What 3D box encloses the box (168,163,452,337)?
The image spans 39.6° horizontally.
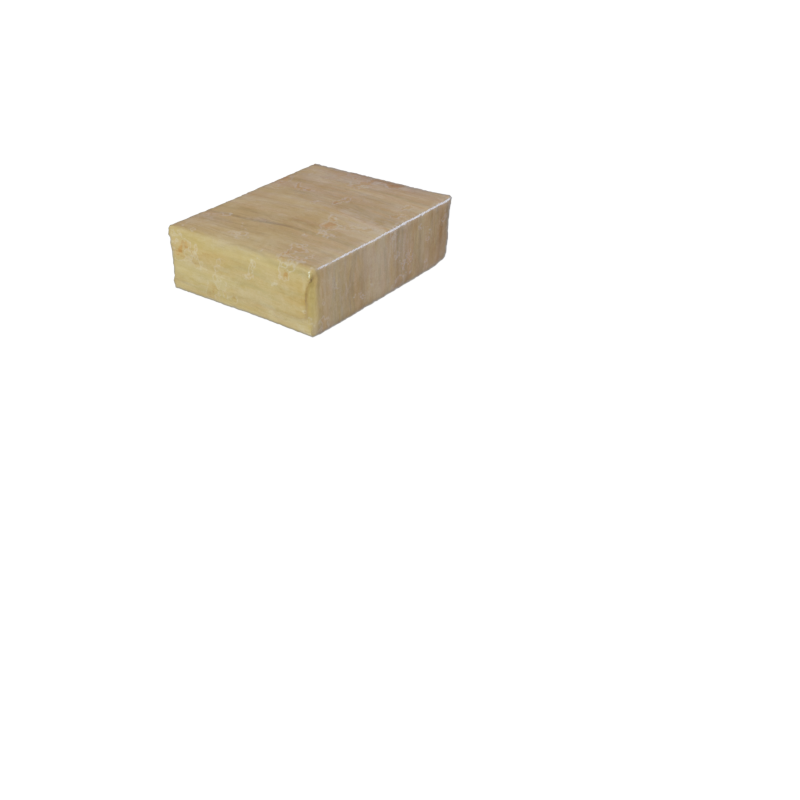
[{"bbox_3d":[-0.042,-0.077,0.543,0.095,0.037,0.113,20,34,32],"label":"box"}]
